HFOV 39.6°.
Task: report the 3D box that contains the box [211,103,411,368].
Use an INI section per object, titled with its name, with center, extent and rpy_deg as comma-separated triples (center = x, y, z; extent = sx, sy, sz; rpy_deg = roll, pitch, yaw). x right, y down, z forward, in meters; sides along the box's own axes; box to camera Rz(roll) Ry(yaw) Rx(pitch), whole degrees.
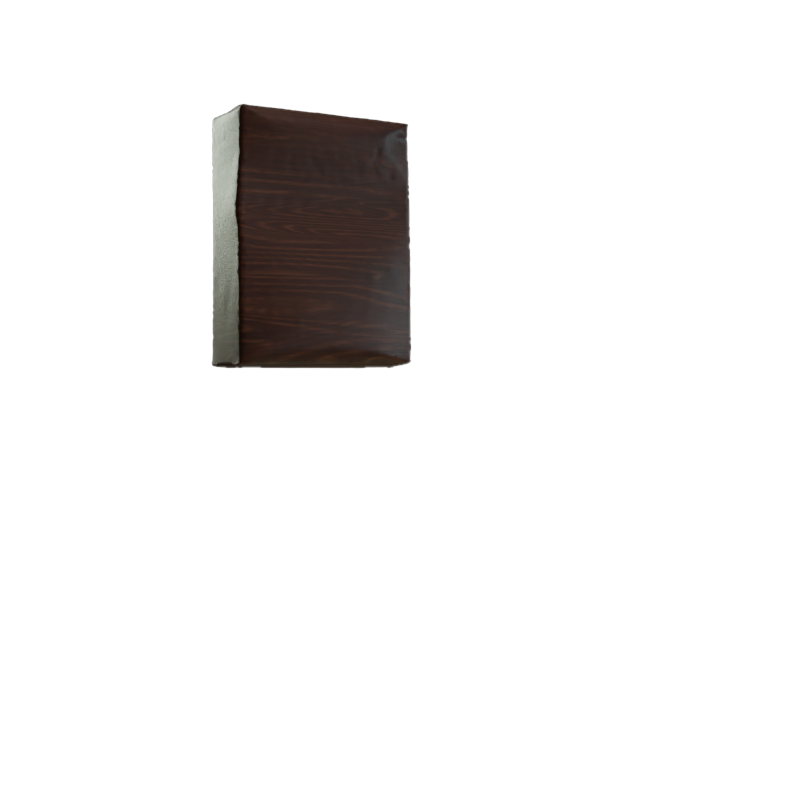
[box]
center = -0.074, -0.135, 0.944
extent = 0.158, 0.217, 0.073
rpy_deg = 2, -6, -28
